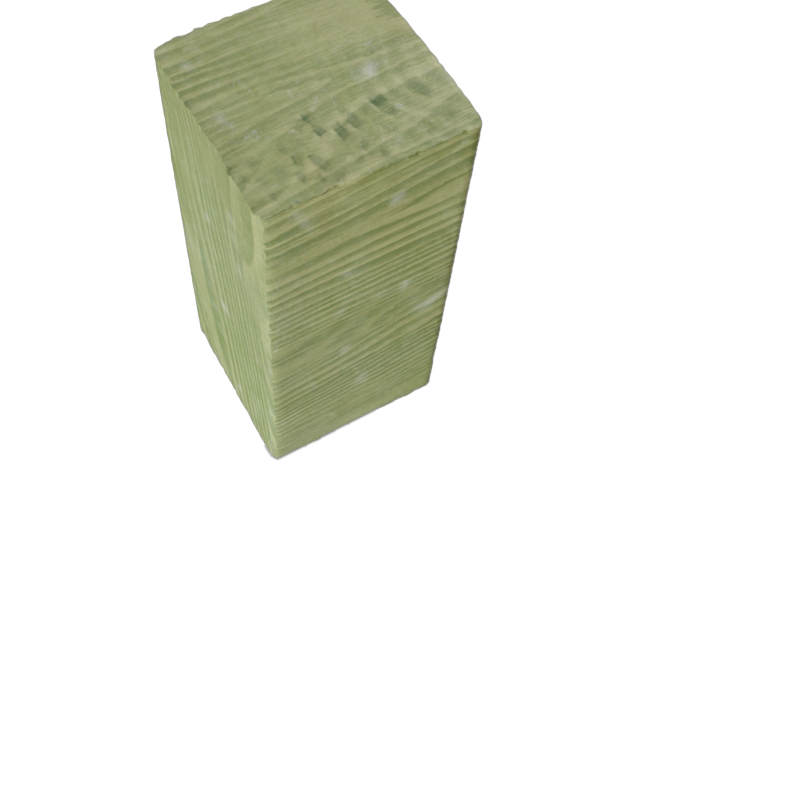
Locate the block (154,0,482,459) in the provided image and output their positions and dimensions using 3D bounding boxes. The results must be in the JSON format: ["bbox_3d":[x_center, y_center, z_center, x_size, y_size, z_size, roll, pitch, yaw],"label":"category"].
[{"bbox_3d":[-0.037,-0.069,0.478,0.090,0.096,0.194,-26,-23,-16],"label":"block"}]
